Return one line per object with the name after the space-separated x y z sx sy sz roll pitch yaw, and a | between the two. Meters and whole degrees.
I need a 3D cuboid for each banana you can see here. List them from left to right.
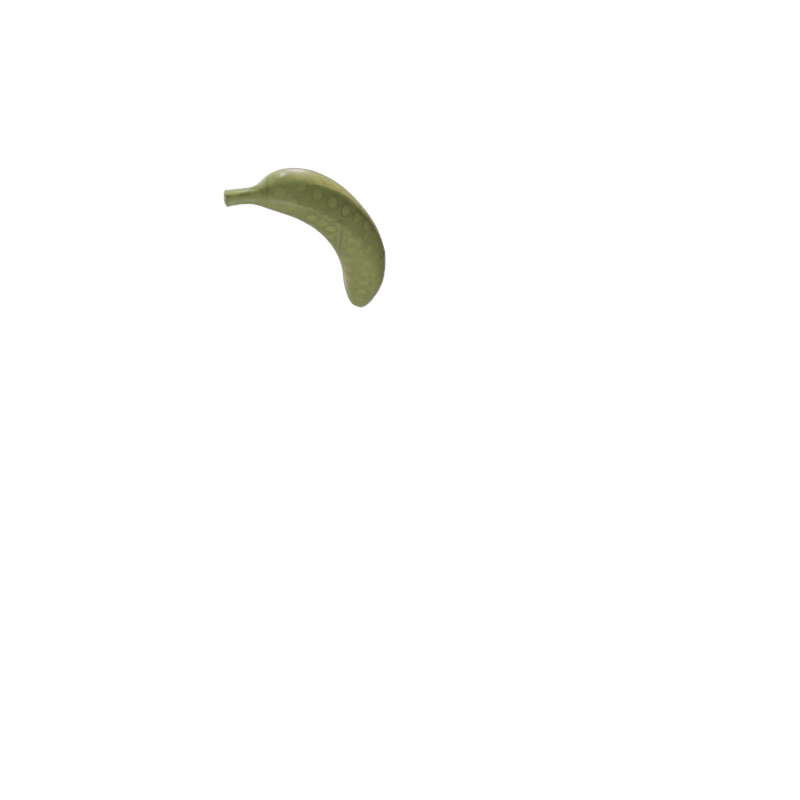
-0.053 -0.129 0.854 0.070 0.039 0.183 -16 -31 27 | banana
